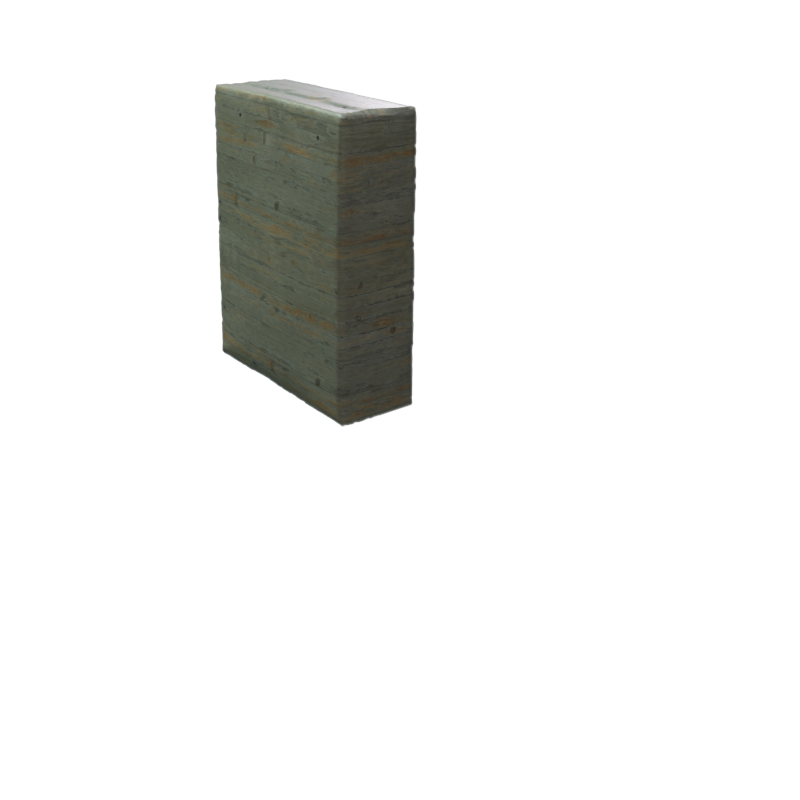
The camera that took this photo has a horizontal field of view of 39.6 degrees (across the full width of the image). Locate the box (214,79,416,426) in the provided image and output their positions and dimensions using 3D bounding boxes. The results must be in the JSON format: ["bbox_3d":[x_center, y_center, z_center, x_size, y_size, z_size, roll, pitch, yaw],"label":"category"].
[{"bbox_3d":[-0.062,-0.113,0.793,0.070,0.205,0.175,-11,23,-34],"label":"box"}]
